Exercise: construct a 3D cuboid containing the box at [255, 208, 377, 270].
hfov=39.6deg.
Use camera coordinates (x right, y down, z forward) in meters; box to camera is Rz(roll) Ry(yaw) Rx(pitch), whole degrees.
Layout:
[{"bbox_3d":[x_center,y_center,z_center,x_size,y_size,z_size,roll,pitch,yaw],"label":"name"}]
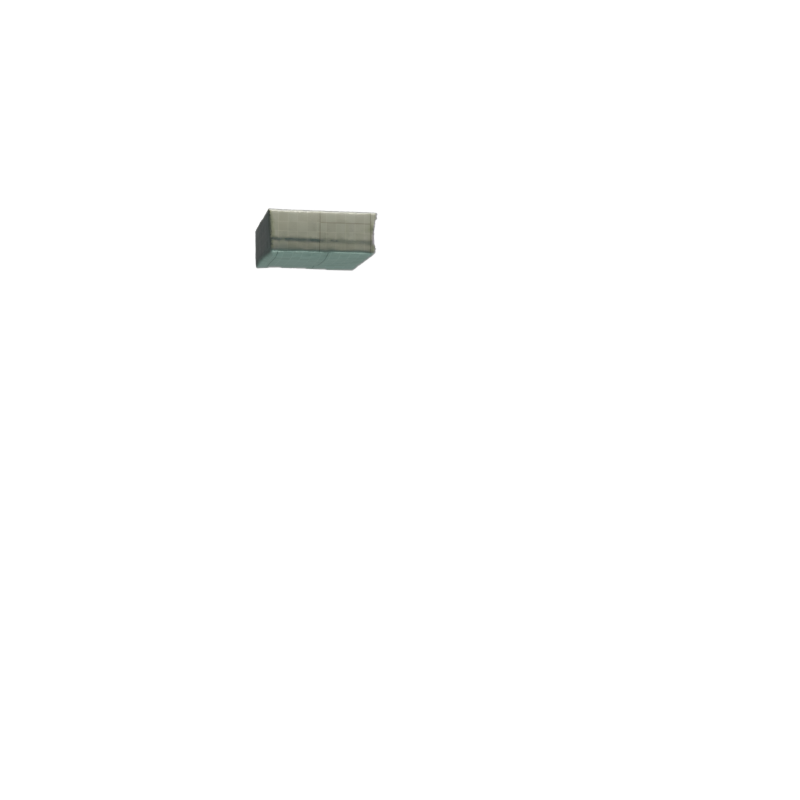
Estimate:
[{"bbox_3d":[-0.074,-0.134,0.938,0.089,0.039,0.114,0,0,-11],"label":"box"}]
